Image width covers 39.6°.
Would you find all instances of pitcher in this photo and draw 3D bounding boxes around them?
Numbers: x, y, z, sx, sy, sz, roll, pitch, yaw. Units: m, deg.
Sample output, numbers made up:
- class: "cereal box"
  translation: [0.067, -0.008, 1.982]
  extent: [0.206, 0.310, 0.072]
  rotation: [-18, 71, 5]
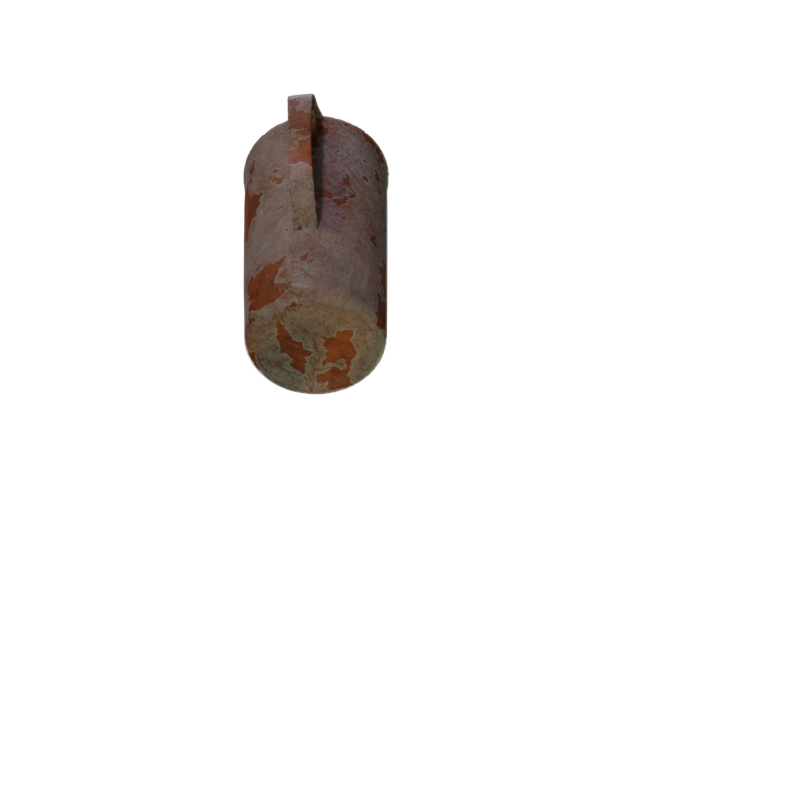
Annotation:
- class: "pitcher"
  translation: [-0.072, -0.131, 0.918]
  extent: [0.141, 0.260, 0.142]
  rotation: [32, -59, -26]
